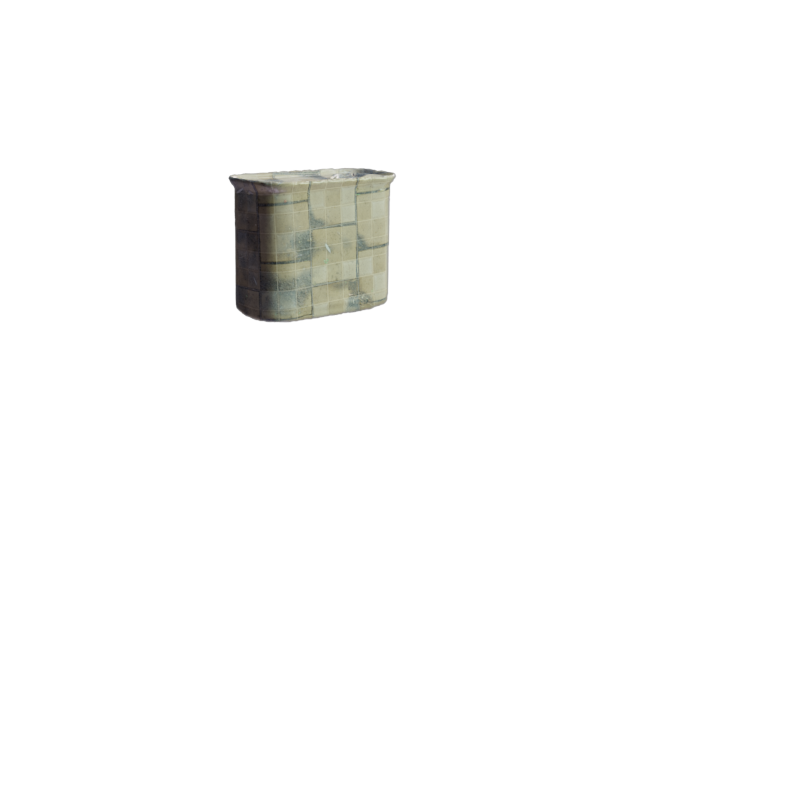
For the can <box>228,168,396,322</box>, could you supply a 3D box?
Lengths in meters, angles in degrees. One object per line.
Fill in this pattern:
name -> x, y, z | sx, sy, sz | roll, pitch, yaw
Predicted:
can -> -0.053, -0.097, 0.681 | 0.099, 0.082, 0.061 | -10, 16, -35
